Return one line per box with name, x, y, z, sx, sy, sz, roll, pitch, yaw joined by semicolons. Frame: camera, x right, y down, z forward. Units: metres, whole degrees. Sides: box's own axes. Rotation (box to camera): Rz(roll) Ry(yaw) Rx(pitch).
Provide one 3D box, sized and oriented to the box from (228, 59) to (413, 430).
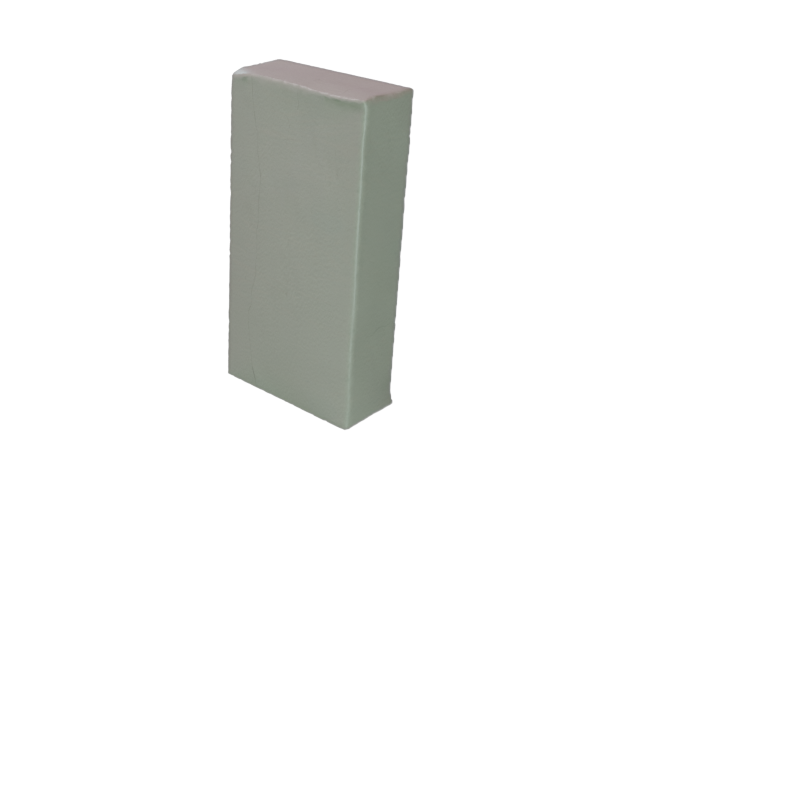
box;-0.046;-0.083;0.582;0.099;0.167;0.048;21;30;36
